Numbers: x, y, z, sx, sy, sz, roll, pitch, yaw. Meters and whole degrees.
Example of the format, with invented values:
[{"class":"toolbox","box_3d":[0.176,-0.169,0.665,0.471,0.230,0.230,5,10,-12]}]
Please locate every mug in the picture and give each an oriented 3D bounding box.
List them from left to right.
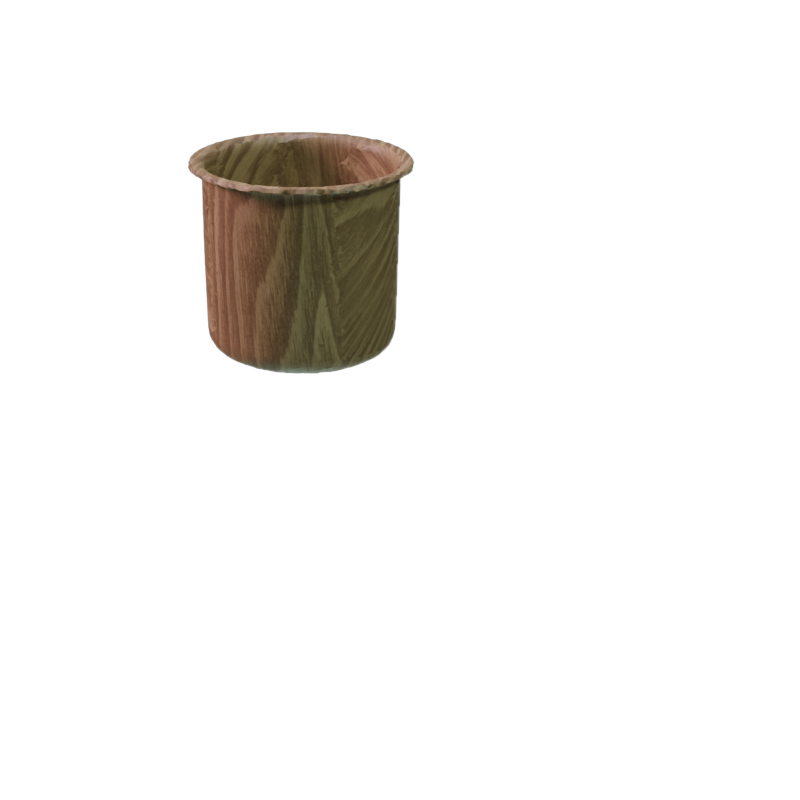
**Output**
[{"class":"mug","box_3d":[-0.038,-0.069,0.480,0.096,0.078,0.119,10,26,19]}]
